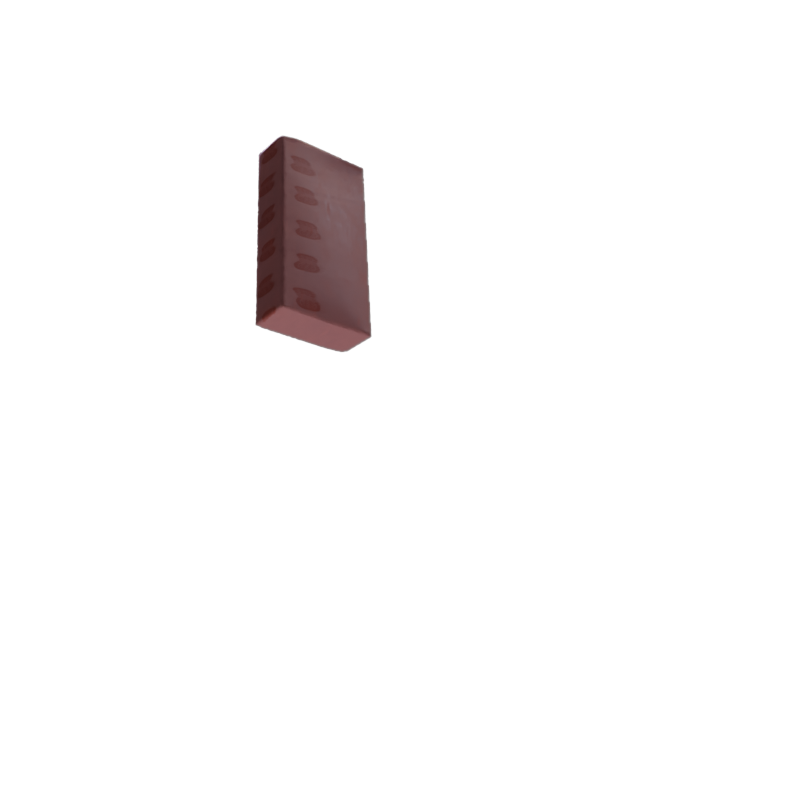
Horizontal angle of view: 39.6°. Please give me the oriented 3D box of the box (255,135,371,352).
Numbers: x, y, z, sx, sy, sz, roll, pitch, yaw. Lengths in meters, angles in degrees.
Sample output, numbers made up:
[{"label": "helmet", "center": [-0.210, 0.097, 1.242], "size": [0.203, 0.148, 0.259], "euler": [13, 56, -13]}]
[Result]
[{"label": "box", "center": [-0.074, -0.135, 0.945], "size": [0.088, 0.187, 0.048], "euler": [18, -35, -33]}]
